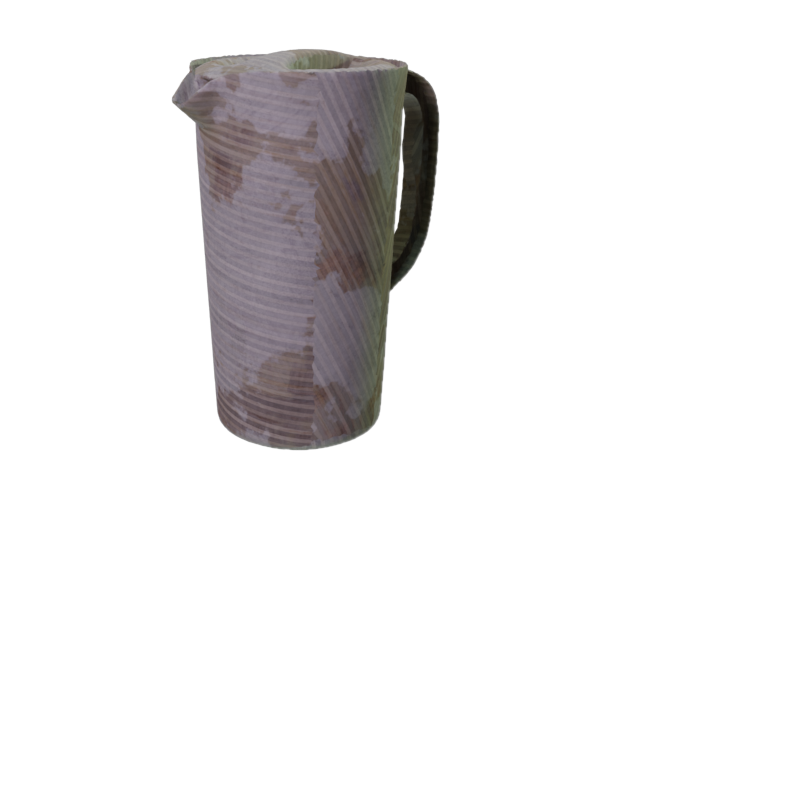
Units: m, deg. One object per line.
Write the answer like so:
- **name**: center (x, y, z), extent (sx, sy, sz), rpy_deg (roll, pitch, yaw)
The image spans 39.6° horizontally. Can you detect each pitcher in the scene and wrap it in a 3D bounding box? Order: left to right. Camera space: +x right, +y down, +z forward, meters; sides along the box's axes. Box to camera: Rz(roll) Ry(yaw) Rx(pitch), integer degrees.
- **pitcher**: center (-0.055, -0.101, 0.708), extent (0.151, 0.234, 0.149), rpy_deg (3, 17, 7)
